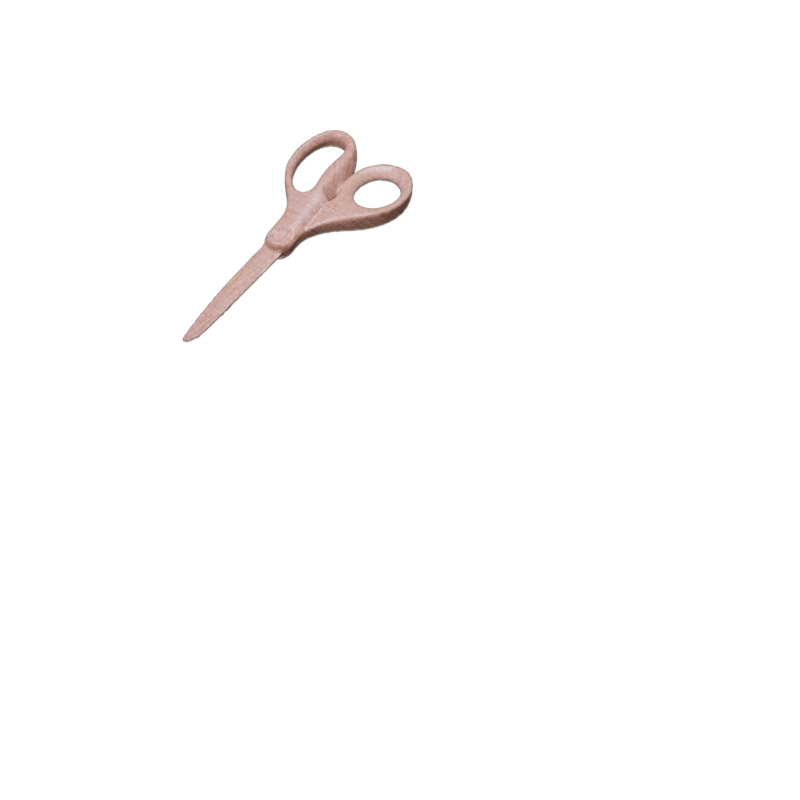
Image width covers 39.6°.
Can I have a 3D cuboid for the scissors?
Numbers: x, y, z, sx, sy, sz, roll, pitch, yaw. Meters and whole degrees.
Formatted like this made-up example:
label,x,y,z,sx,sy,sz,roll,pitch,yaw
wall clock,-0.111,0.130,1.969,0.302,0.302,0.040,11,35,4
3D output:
label,x,y,z,sx,sy,sz,roll,pitch,yaw
scissors,-0.055,-0.101,0.707,0.098,0.212,0.015,12,-38,10
